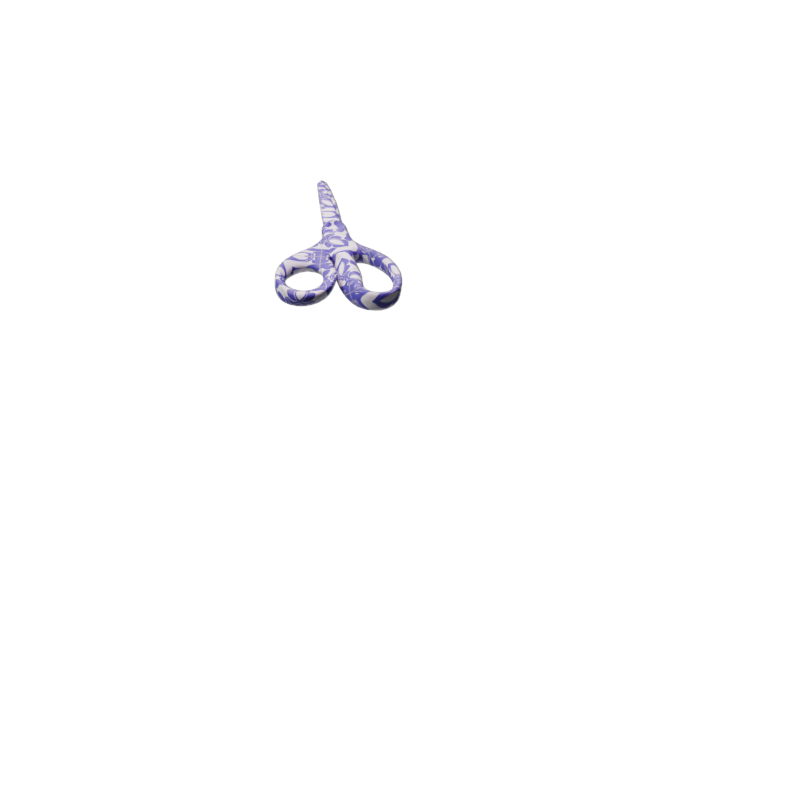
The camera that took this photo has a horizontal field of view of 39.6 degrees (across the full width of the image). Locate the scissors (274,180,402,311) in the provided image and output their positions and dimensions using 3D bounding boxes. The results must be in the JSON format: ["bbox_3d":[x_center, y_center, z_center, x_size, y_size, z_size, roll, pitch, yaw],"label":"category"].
[{"bbox_3d":[-0.064,-0.117,0.820,0.095,0.015,0.218,-12,35,-19],"label":"scissors"}]
